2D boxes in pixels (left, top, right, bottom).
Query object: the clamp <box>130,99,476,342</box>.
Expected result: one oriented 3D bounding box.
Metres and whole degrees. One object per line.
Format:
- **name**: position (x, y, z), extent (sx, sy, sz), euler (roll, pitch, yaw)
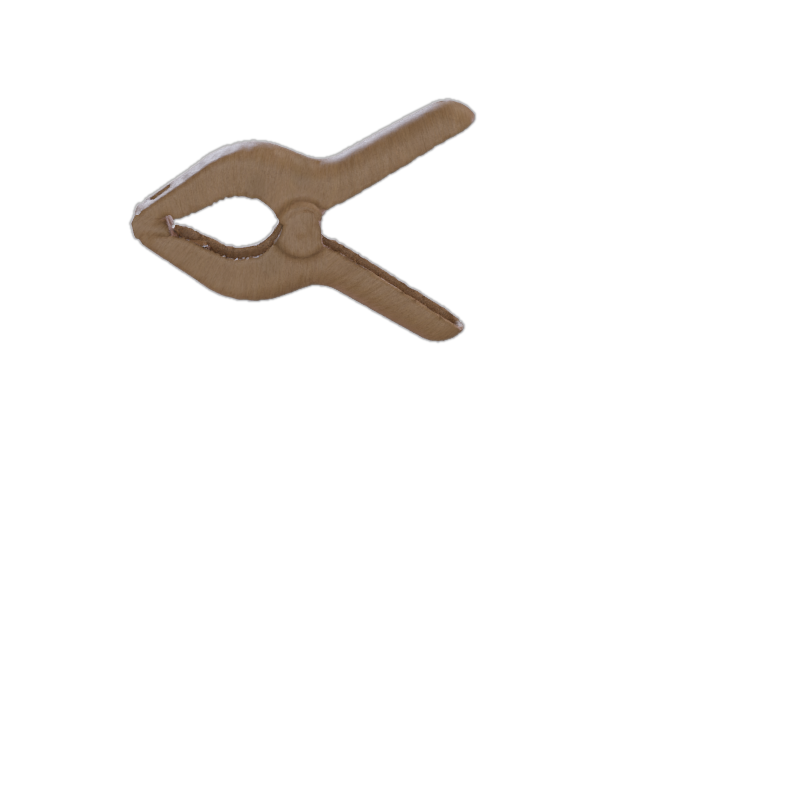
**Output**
- **clamp**: position (-0.043, -0.078, 0.546), extent (0.171, 0.117, 0.040), euler (-7, 10, 1)
